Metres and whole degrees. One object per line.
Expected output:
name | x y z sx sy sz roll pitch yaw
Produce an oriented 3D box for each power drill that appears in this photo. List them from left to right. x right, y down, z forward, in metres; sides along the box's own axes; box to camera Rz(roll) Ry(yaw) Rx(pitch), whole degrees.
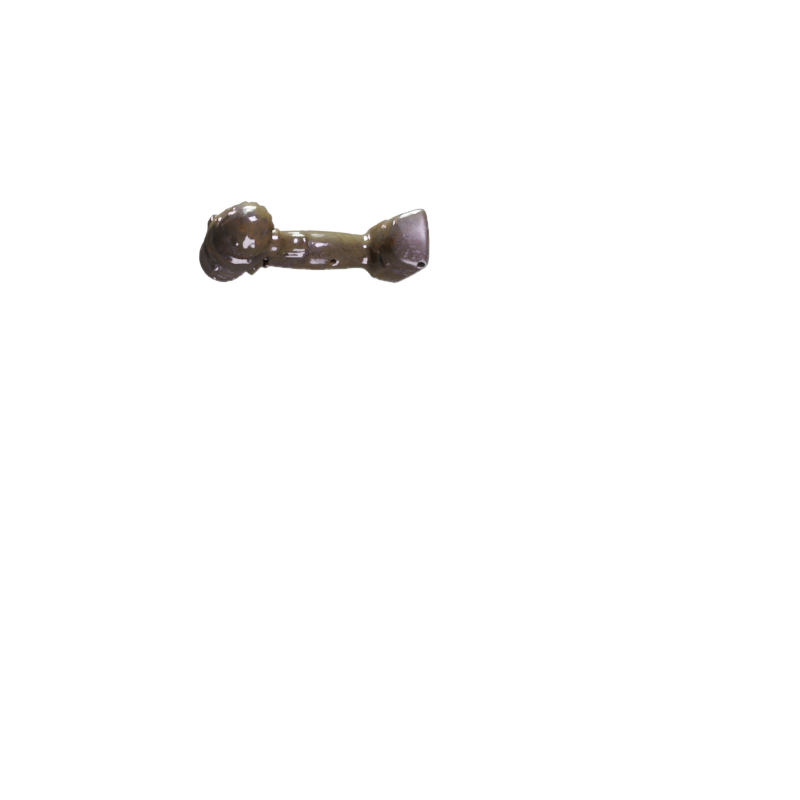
power drill | -0.074 -0.136 0.950 0.184 0.058 0.186 0 -1 -15
